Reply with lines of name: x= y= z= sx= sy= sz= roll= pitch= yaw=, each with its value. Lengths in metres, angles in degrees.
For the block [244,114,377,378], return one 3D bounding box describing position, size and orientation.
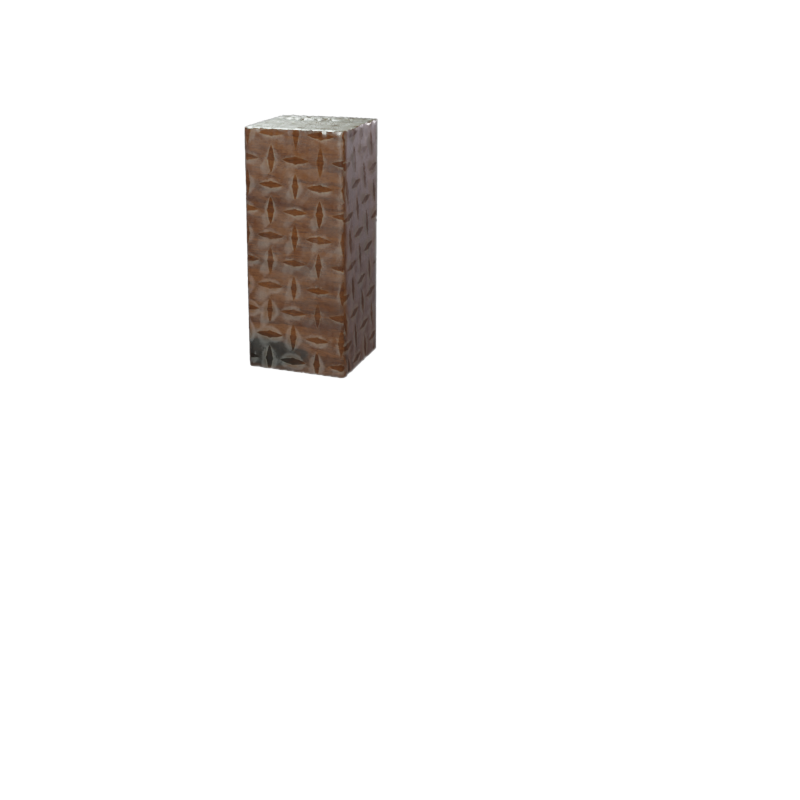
block: x=-0.075 y=-0.135 z=0.948 sx=0.093 sy=0.199 sz=0.091 roll=6 pitch=16 yaw=18
